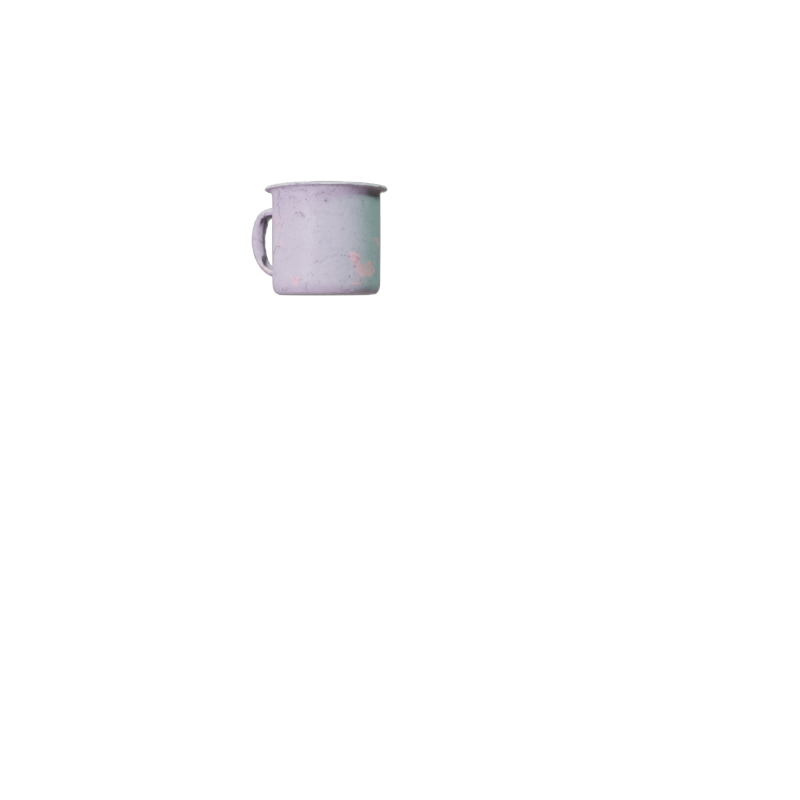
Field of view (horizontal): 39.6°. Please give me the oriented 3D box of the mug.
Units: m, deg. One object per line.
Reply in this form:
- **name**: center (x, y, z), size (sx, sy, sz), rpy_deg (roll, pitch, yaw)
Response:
- **mug**: center (-0.066, -0.120, 0.844), size (0.121, 0.082, 0.090), rpy_deg (1, 2, 33)
